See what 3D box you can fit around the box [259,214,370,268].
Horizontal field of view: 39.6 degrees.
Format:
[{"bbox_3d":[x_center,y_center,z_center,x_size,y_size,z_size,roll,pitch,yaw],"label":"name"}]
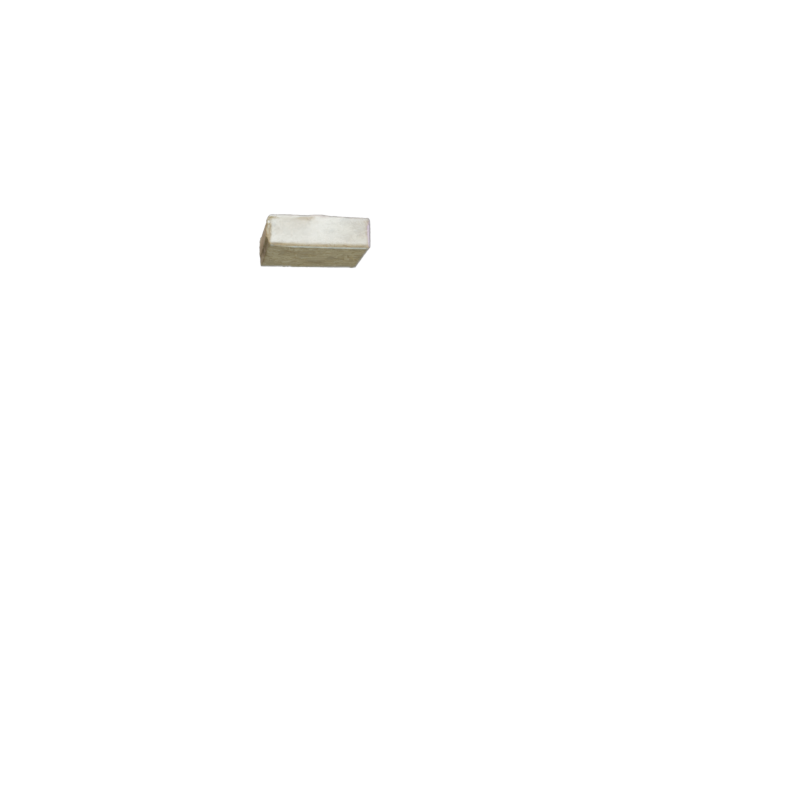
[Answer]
[{"bbox_3d":[-0.075,-0.137,0.961,0.088,0.031,0.072,1,-9,-9],"label":"box"}]
